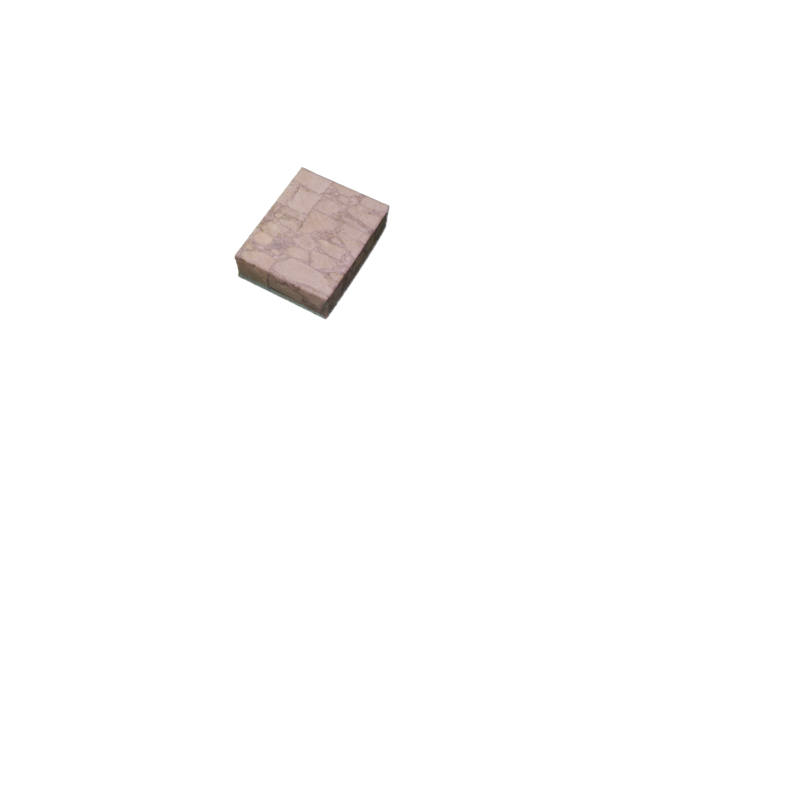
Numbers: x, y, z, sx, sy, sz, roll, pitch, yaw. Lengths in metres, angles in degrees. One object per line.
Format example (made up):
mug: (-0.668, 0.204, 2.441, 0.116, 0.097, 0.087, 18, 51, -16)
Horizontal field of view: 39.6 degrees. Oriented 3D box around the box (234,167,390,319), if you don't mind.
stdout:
box: (-0.074, -0.135, 0.947, 0.093, 0.117, 0.036, 25, -30, 15)
